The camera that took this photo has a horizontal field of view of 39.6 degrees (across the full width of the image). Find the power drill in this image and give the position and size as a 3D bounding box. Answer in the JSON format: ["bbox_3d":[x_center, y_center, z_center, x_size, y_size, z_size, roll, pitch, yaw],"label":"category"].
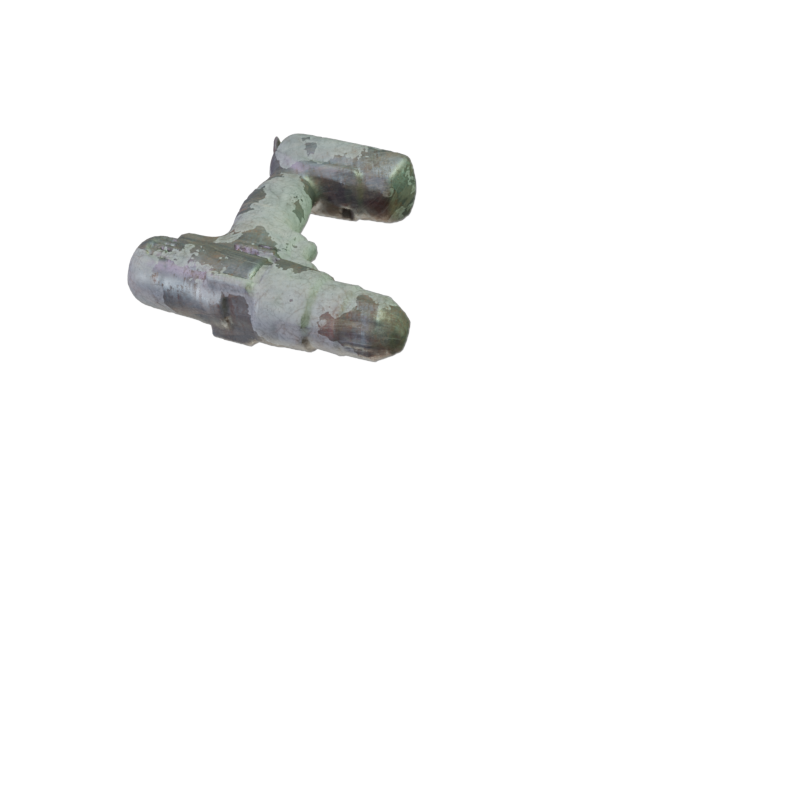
[{"bbox_3d":[-0.056,-0.103,0.722,0.191,0.054,0.194,15,40,18],"label":"power drill"}]
